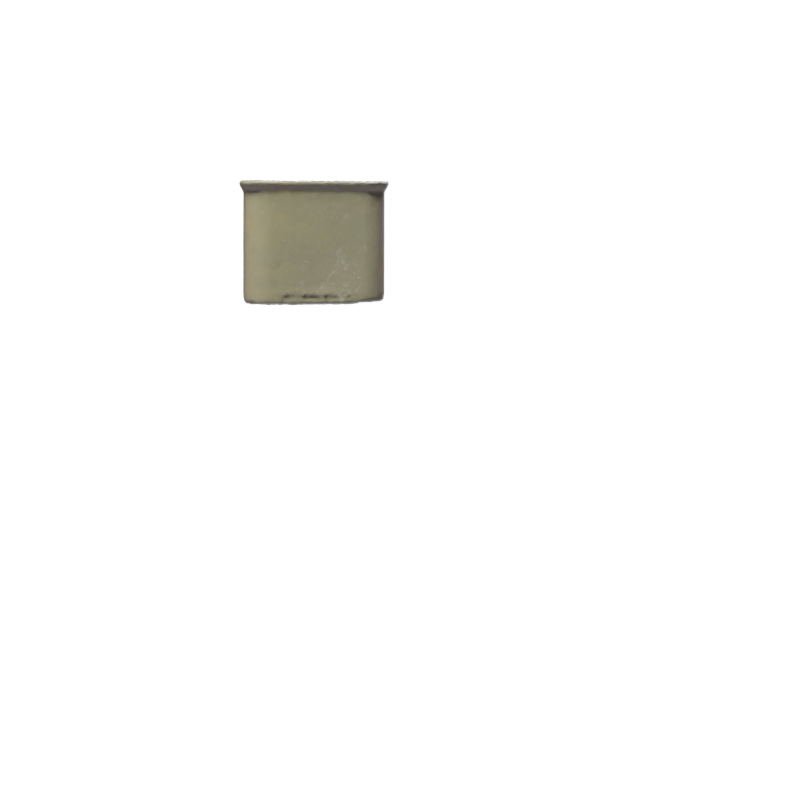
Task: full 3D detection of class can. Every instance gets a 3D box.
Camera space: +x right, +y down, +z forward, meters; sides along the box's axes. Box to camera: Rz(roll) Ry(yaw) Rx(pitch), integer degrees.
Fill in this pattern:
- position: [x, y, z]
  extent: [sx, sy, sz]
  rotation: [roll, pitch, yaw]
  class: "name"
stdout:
- position: [-0.060, -0.110, 0.768]
  extent: [0.101, 0.083, 0.058]
  rotation: [-1, 4, -7]
  class: "can"
